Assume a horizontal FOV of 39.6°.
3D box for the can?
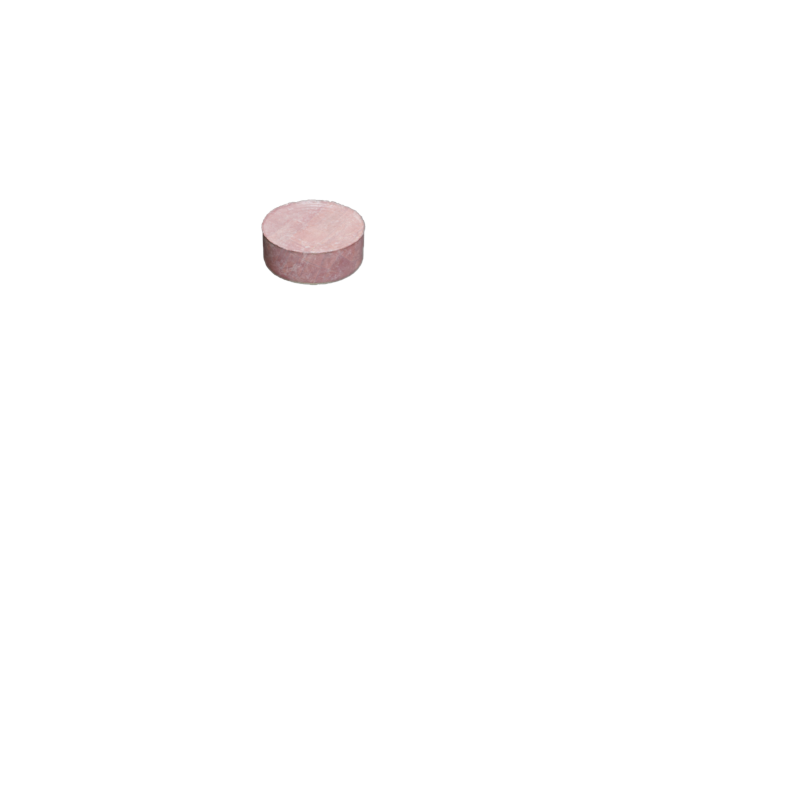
[{"bbox_3d":[-0.072,-0.131,0.921,0.086,0.031,0.092,-1,36,-2],"label":"can"}]
